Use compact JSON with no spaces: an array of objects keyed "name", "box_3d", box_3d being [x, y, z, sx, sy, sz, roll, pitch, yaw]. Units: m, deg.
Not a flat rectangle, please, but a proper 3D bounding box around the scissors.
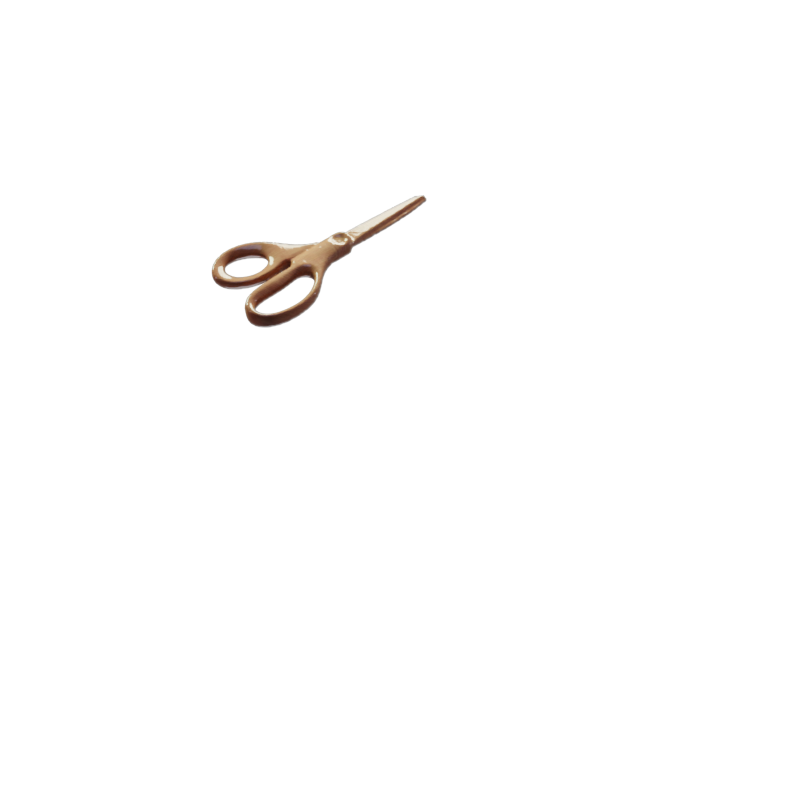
[{"name":"scissors","box_3d":[-0.069,-0.125,0.877,0.101,0.015,0.207,21,47,21]}]
